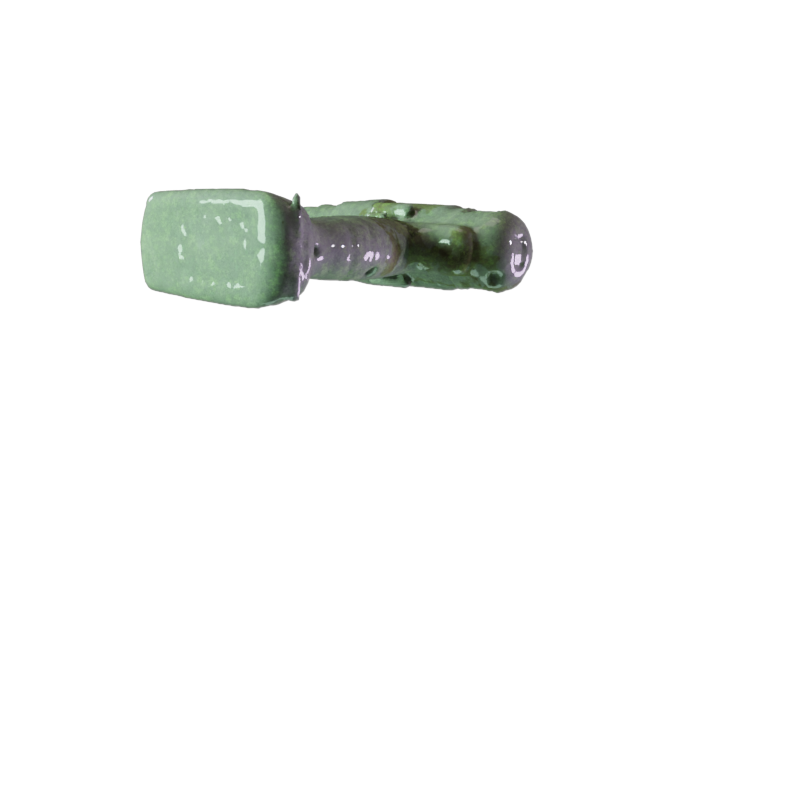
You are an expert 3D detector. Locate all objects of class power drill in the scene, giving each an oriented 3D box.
[{"bbox_3d":[-0.048,-0.088,0.619,0.193,0.057,0.182,9,13,42],"label":"power drill"}]
